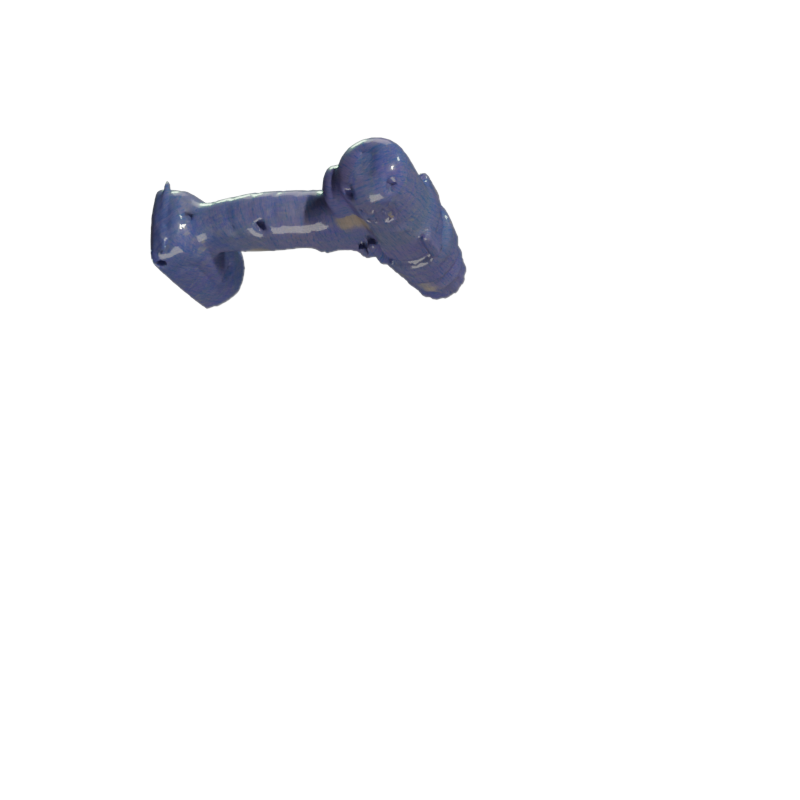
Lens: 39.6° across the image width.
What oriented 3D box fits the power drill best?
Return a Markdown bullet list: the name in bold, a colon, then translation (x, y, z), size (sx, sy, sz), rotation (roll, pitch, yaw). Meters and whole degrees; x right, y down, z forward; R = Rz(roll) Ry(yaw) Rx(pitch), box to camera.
- **power drill**: translation (-0.058, -0.107, 0.747), size (0.190, 0.061, 0.172), rotation (-7, -23, 17)
